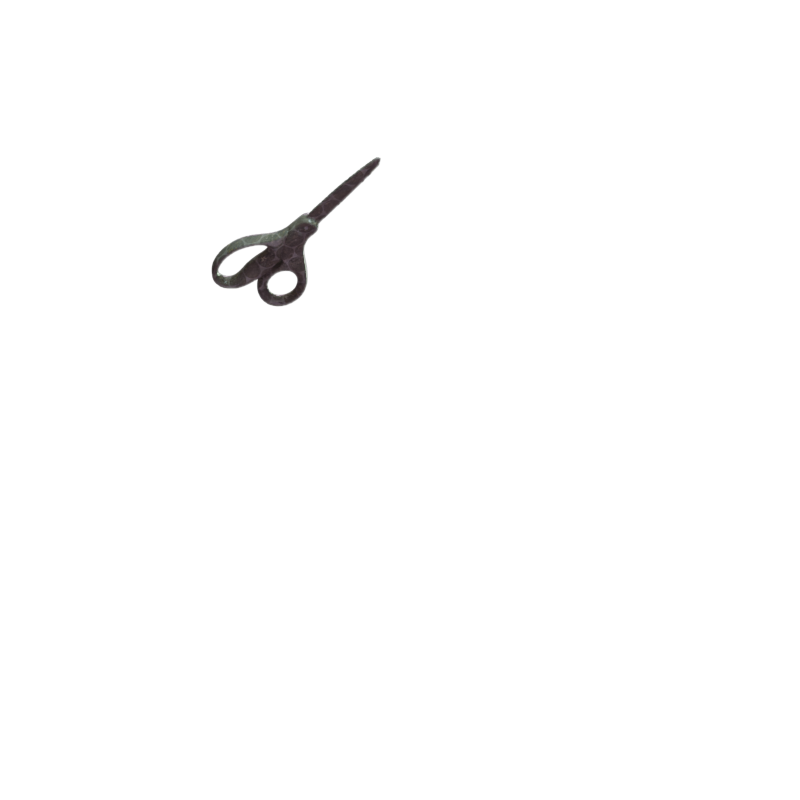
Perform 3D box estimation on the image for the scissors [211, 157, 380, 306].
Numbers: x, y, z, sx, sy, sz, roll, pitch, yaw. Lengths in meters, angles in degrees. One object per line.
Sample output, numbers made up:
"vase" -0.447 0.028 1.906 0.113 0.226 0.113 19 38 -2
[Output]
"scissors" -0.077 -0.141 0.988 0.202 0.017 0.089 -24 -47 24
